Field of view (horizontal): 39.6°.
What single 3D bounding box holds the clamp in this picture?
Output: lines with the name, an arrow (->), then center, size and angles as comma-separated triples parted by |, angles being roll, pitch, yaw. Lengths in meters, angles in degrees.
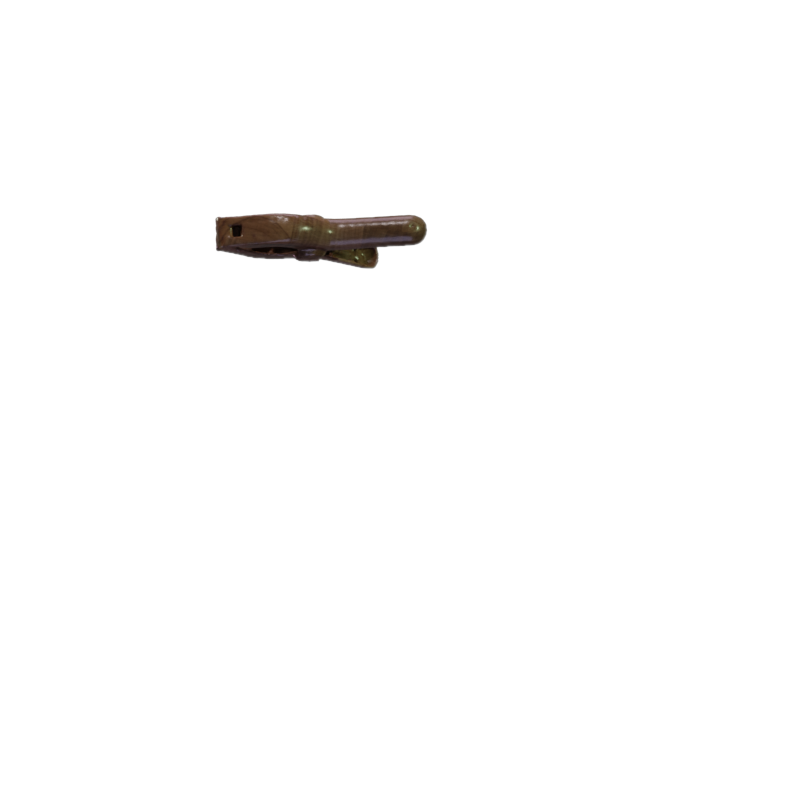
clamp -> -0.074, -0.135, 0.943 | 0.169, 0.041, 0.117 | 2, -13, -11
